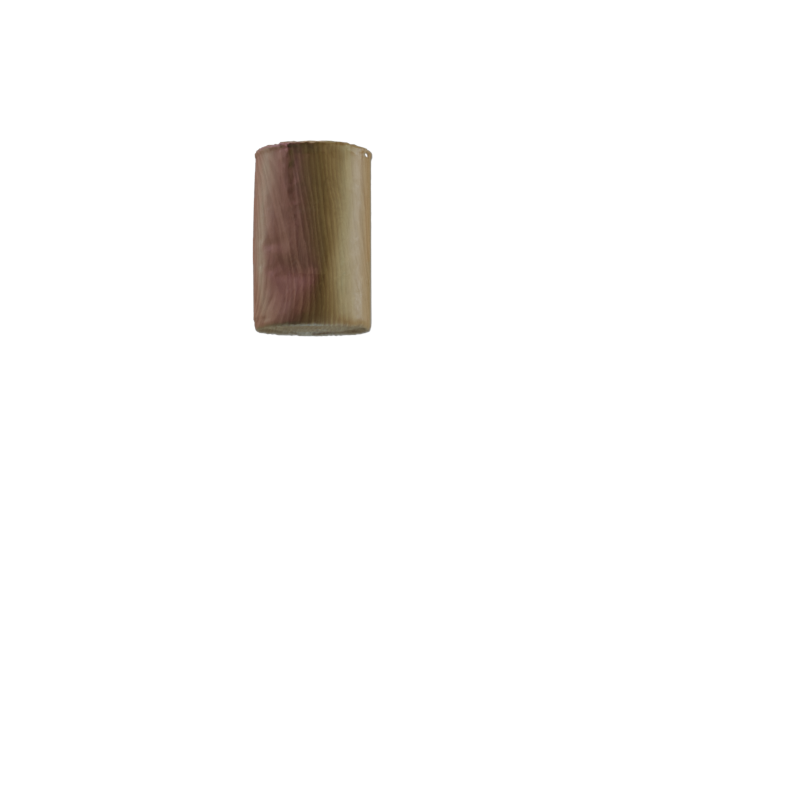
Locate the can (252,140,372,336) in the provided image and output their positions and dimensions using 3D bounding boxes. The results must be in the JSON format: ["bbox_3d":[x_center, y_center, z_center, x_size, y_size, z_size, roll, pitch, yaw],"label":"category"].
[{"bbox_3d":[-0.049,-0.090,0.629,0.068,0.104,0.067,0,-7,-2],"label":"can"}]
